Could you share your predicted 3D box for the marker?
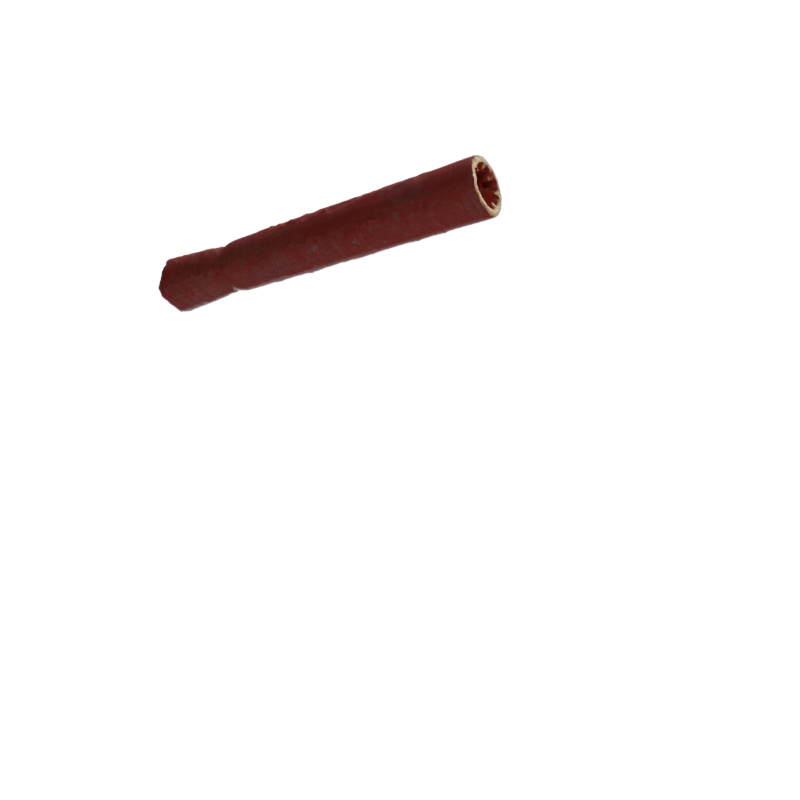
[{"bbox_3d":[-0.027,-0.049,0.344,0.123,0.020,0.019,-13,-3,30],"label":"marker"}]
